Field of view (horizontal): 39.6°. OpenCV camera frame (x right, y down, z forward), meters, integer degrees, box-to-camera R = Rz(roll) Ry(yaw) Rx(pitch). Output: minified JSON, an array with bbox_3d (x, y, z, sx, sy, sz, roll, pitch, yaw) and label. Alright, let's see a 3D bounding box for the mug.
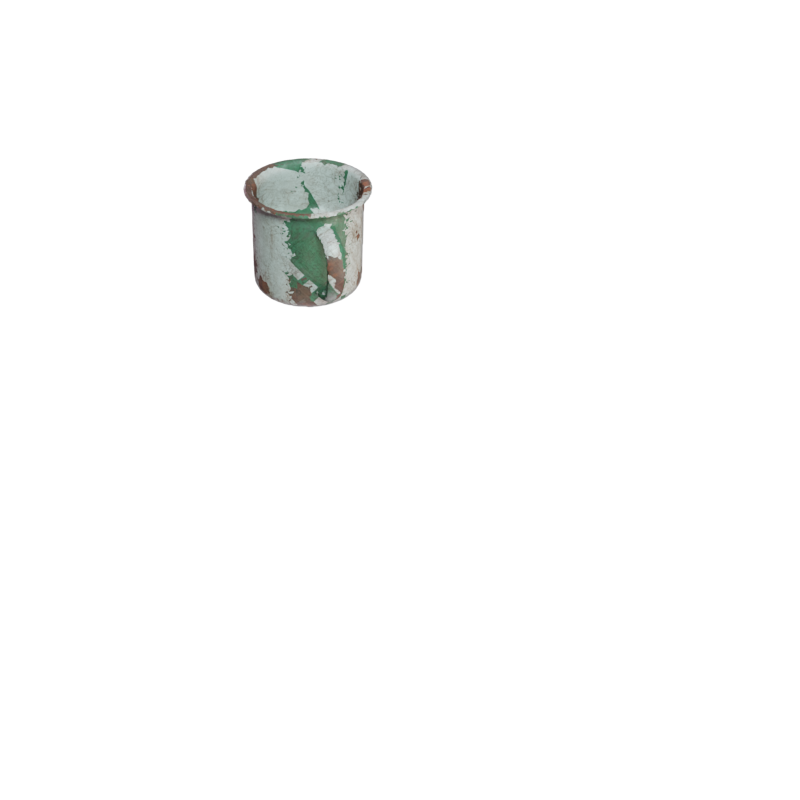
[{"bbox_3d":[-0.063,-0.116,0.810,0.092,0.076,0.127,-12,37,-18],"label":"mug"}]
